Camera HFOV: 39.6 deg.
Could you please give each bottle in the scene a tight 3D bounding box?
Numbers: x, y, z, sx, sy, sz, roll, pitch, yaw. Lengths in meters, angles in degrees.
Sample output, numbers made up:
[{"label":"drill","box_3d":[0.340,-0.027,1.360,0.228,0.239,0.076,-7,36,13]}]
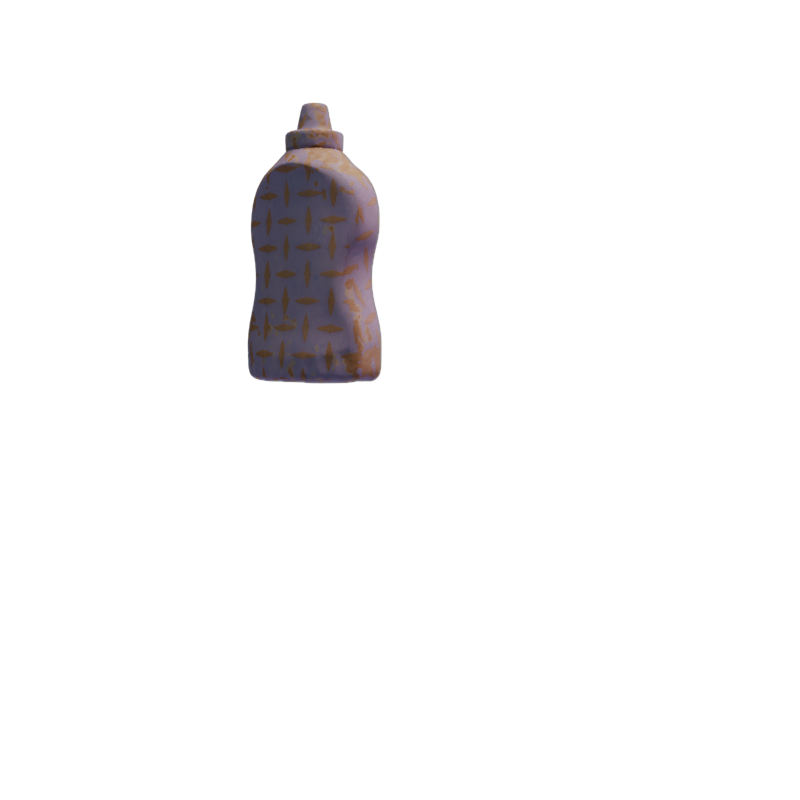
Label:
[{"label":"bottle","box_3d":[-0.060,-0.109,0.766,0.099,0.194,0.056,-2,-4,37]}]
